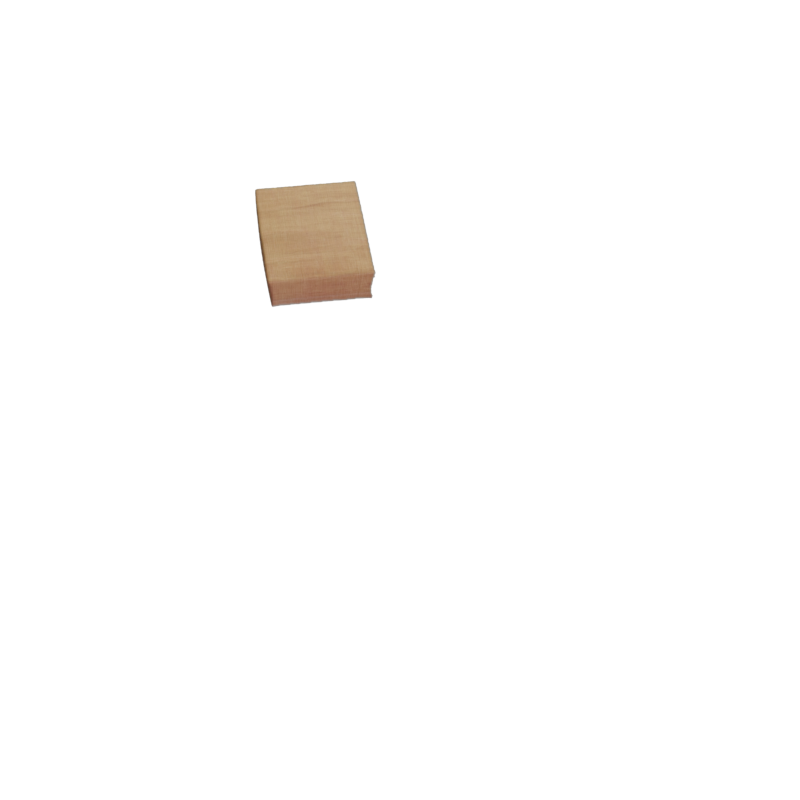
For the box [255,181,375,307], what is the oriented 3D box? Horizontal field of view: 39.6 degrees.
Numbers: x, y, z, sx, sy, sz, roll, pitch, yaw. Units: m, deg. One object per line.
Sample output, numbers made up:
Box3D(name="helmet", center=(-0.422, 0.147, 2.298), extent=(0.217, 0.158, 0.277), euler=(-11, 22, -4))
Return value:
Box3D(name="box", center=(-0.074, -0.136, 0.950), extent=(0.089, 0.122, 0.036), euler=(-7, -37, -6))
